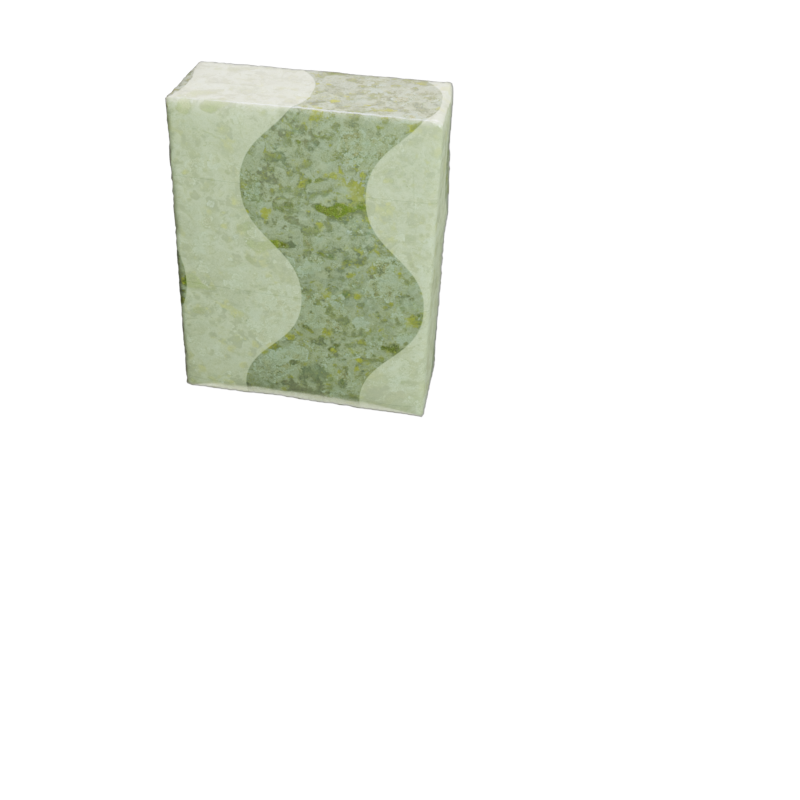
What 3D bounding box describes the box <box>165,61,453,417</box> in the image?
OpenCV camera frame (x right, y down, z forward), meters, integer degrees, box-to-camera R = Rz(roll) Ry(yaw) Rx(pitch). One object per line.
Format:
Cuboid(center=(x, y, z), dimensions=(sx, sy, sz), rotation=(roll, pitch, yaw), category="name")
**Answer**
Cuboid(center=(-0.055, -0.101, 0.706), dimensions=(0.167, 0.200, 0.075), rotation=(8, 34, 9), category="box")
